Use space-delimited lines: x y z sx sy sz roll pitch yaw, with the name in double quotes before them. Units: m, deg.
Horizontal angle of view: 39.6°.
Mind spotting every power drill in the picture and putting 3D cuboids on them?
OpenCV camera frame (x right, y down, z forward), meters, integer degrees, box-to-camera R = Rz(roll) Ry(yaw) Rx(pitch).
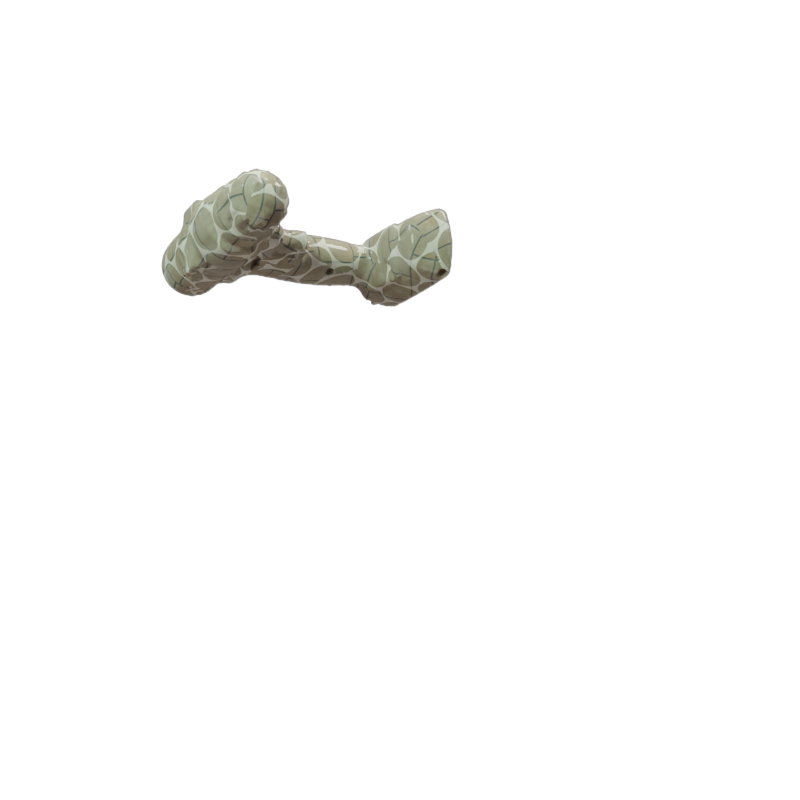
"power drill" -0.062 -0.112 0.787 0.181 0.059 0.185 4 -11 -24
